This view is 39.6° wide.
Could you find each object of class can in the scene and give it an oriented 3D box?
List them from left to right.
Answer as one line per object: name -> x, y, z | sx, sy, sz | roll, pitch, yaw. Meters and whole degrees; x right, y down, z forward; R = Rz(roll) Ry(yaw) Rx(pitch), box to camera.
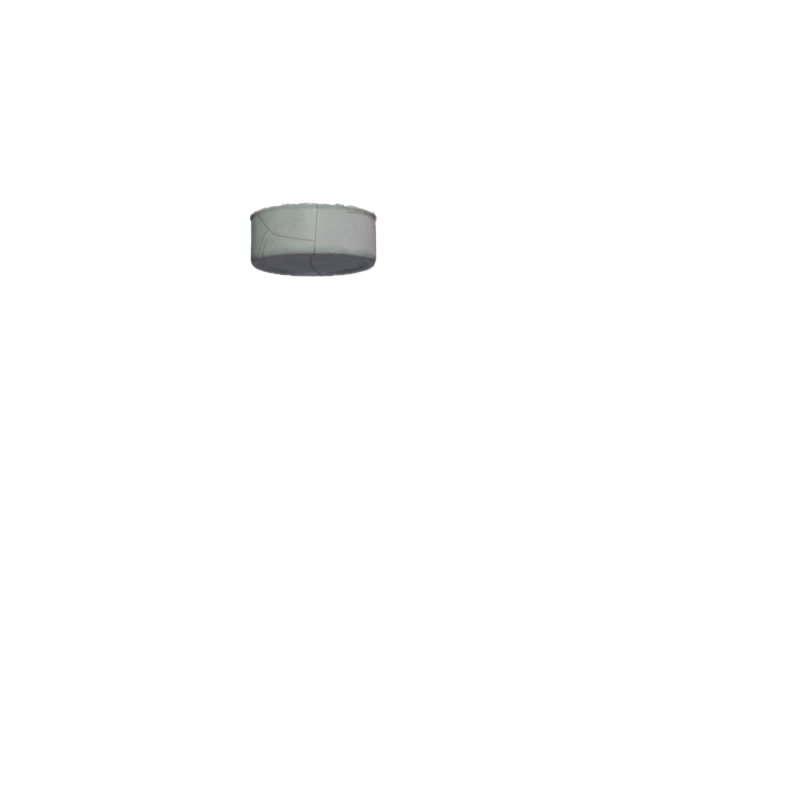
can -> -0.058, -0.106, 0.745 | 0.086, 0.034, 0.084 | 0, -5, -2
